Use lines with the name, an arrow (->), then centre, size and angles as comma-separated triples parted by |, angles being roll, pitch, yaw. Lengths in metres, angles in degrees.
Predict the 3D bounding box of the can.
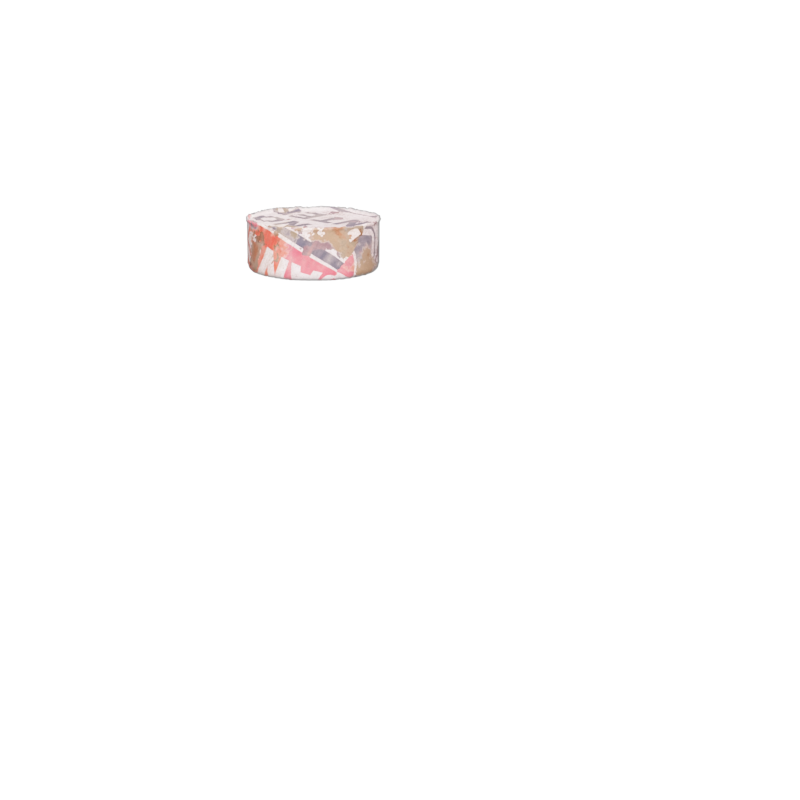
can -> -0.055, -0.101, 0.708 | 0.086, 0.032, 0.089 | -1, 17, -2
